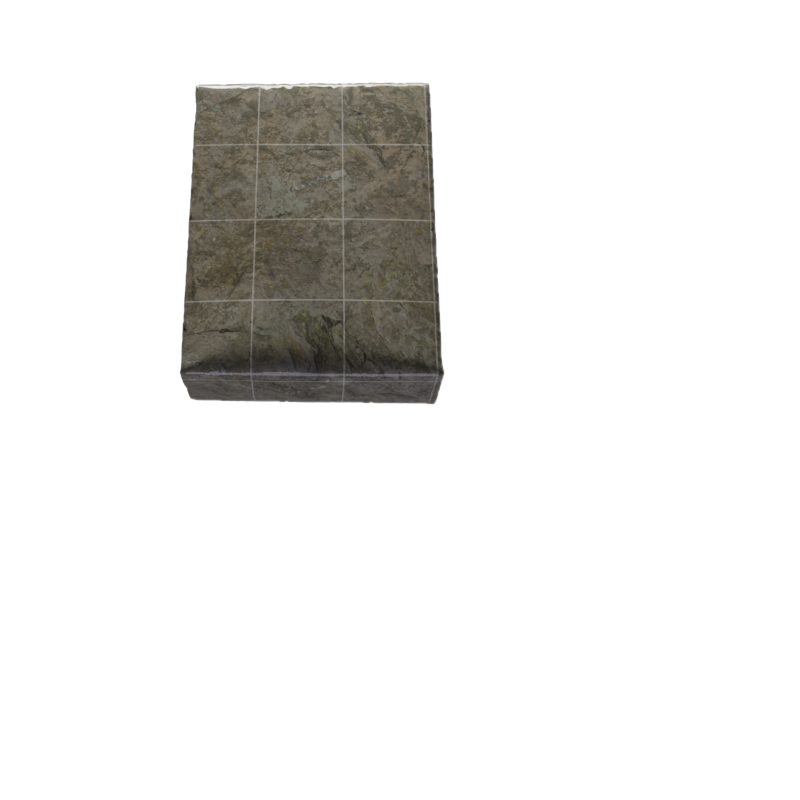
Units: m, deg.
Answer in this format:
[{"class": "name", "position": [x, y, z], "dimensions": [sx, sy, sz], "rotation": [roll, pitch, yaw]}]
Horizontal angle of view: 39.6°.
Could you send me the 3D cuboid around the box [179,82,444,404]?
[{"class": "box", "position": [-0.059, -0.107, 0.748], "dimensions": [0.164, 0.226, 0.068], "rotation": [-1, -24, -1]}]
